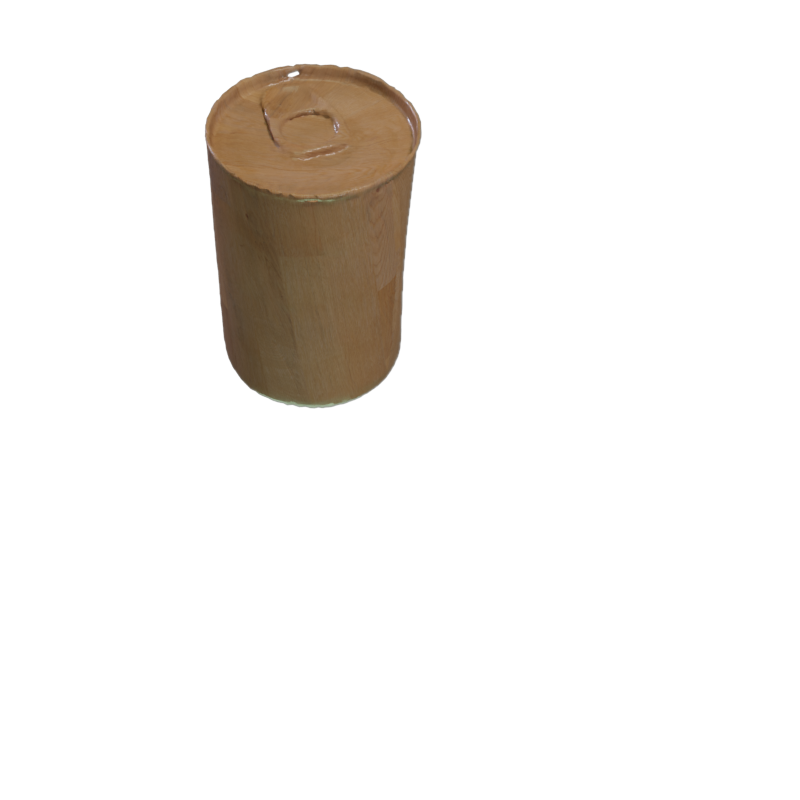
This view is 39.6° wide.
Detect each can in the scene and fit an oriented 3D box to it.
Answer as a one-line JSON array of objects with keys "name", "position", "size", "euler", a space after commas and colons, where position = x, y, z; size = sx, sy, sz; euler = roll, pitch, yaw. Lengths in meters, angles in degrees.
[{"name": "can", "position": [-0.030, -0.054, 0.381], "size": [0.068, 0.074, 0.095], "euler": [0, -42, -3]}]
